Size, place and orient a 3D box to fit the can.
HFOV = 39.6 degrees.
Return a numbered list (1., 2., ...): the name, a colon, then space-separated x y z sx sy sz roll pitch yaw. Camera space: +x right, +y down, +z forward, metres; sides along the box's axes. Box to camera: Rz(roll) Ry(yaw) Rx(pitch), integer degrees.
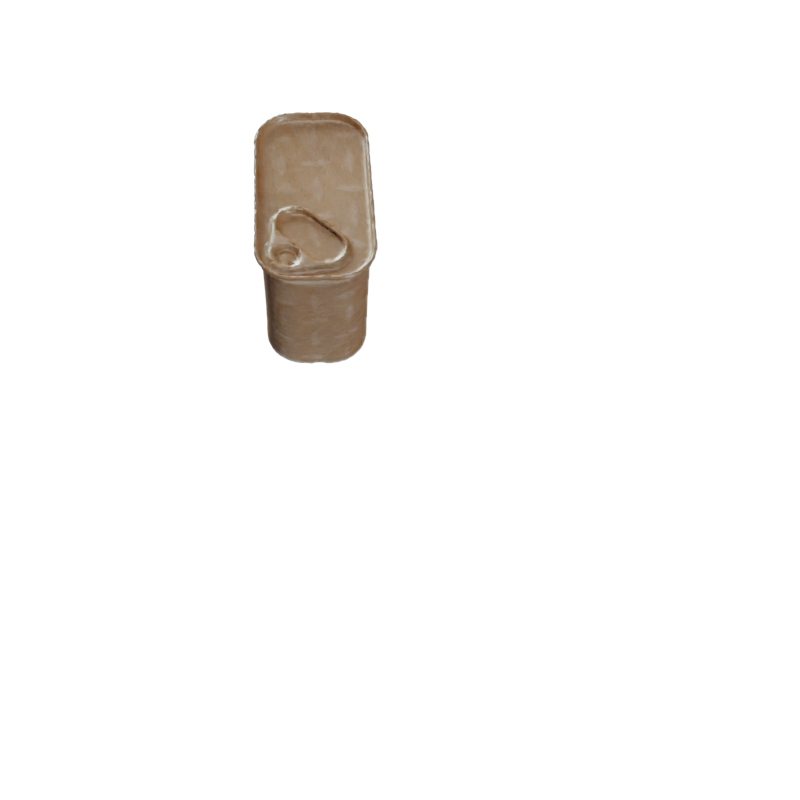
1. can: -0.044 -0.080 0.563 0.057 0.109 0.078 -2 -33 -4
